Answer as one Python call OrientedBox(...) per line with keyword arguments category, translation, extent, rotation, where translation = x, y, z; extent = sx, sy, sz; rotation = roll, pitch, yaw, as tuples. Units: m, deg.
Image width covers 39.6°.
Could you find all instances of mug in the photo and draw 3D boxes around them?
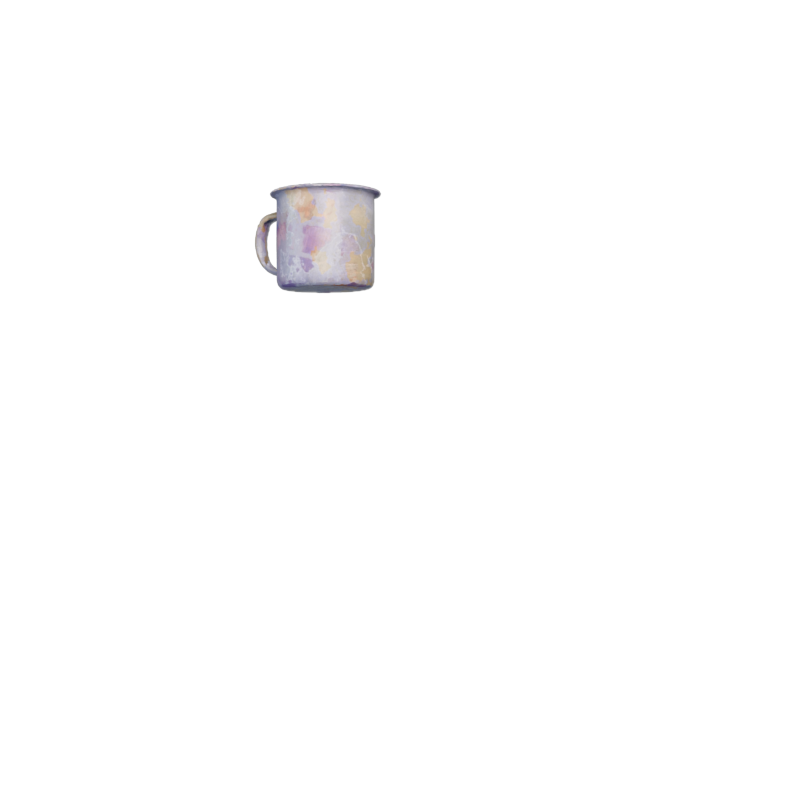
OrientedBox(category="mug", translation=(-0.073, -0.133, 0.930), extent=(0.121, 0.083, 0.089), rotation=(-1, -3, 29))
